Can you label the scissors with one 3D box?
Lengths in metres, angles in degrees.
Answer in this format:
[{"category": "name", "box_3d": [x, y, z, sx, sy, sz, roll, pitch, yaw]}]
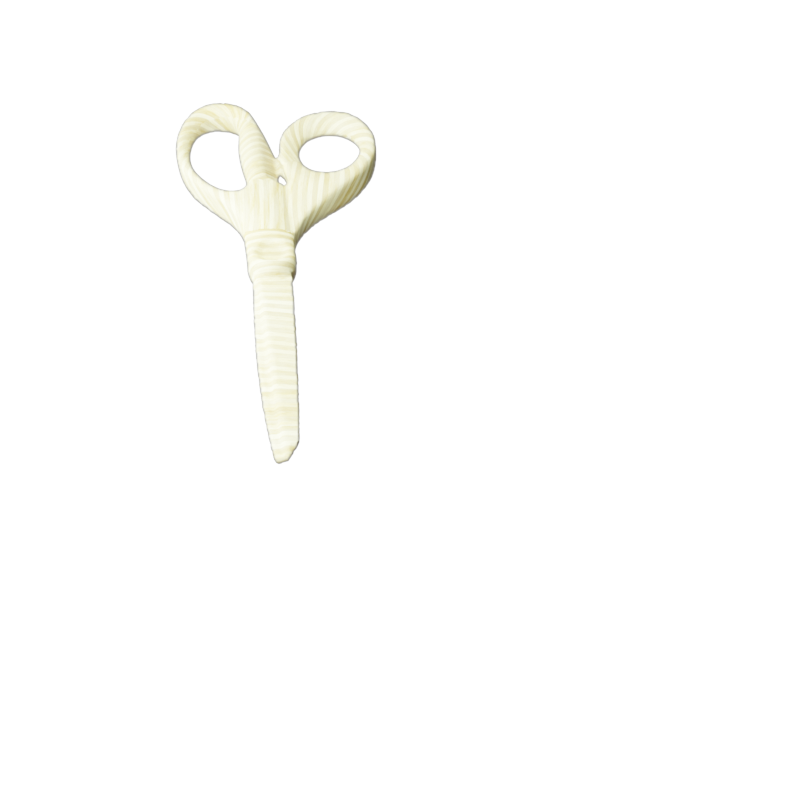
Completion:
[{"category": "scissors", "box_3d": [-0.035, -0.063, 0.441, 0.095, 0.015, 0.219, -15, 47, -15]}]
